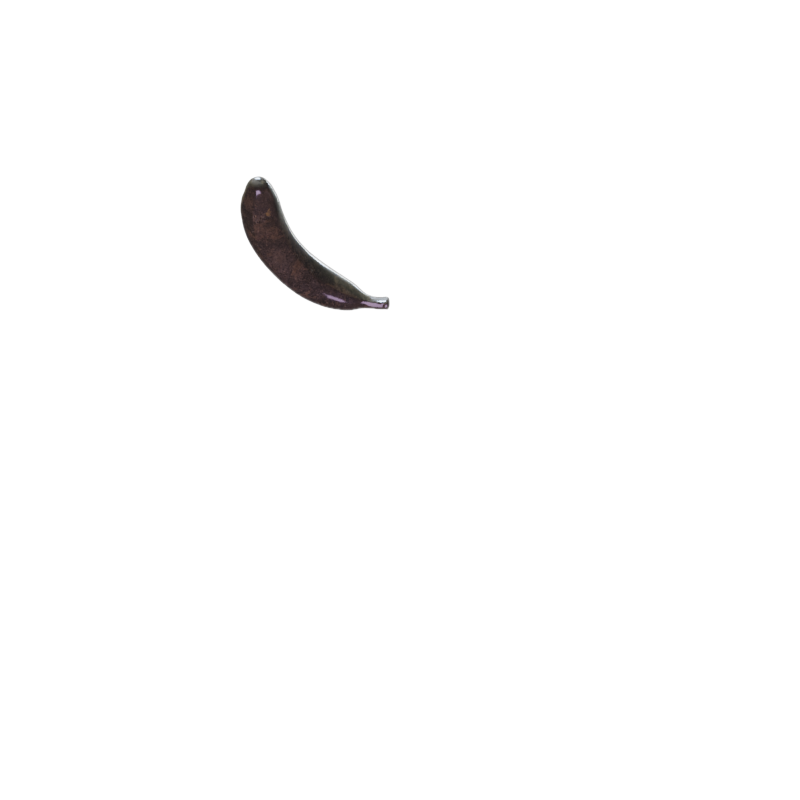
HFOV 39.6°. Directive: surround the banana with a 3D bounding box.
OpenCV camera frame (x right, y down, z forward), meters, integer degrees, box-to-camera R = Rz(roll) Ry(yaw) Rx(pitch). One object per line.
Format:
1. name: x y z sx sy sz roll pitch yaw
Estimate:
1. banana: -0.089 -0.129 0.969 0.070 0.039 0.183 -22 -41 28
